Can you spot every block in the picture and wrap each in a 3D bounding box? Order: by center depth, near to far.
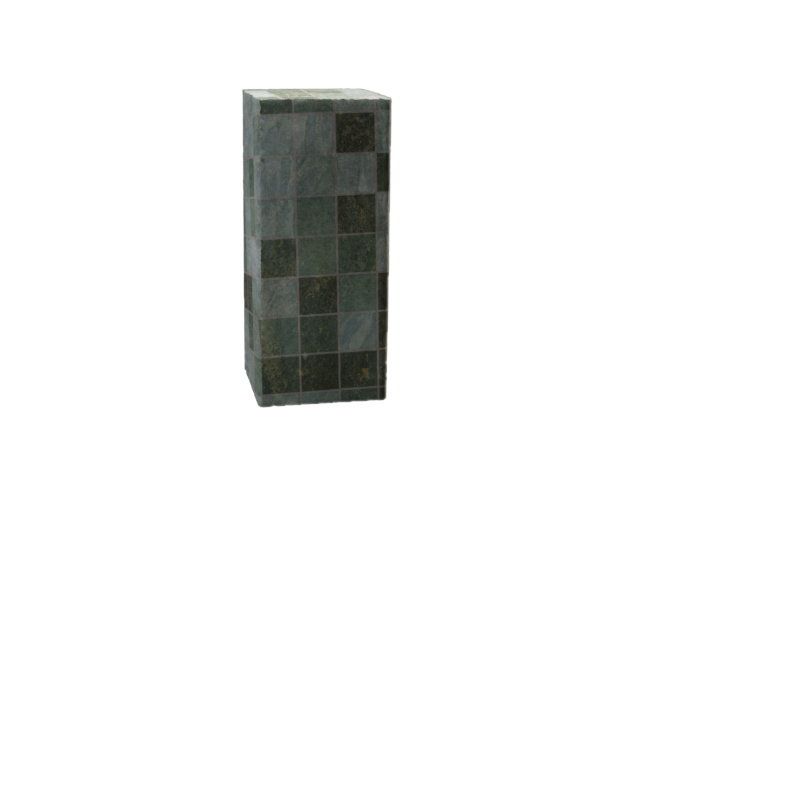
[{"bbox_3d":[-0.060,-0.110,0.771,0.089,0.200,0.094,-2,14,-13],"label":"block"}]
